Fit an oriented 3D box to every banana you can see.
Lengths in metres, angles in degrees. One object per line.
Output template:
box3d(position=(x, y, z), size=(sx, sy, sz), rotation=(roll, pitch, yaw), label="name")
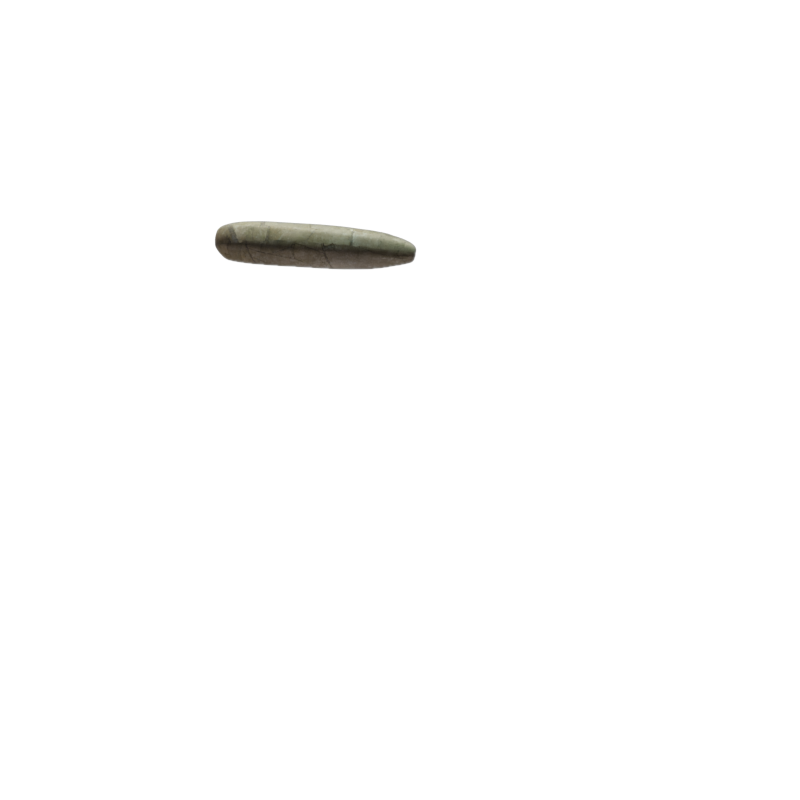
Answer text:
box3d(position=(-0.087, -0.132, 0.936), size=(0.206, 0.036, 0.068), rotation=(8, 14, 31), label="banana")
